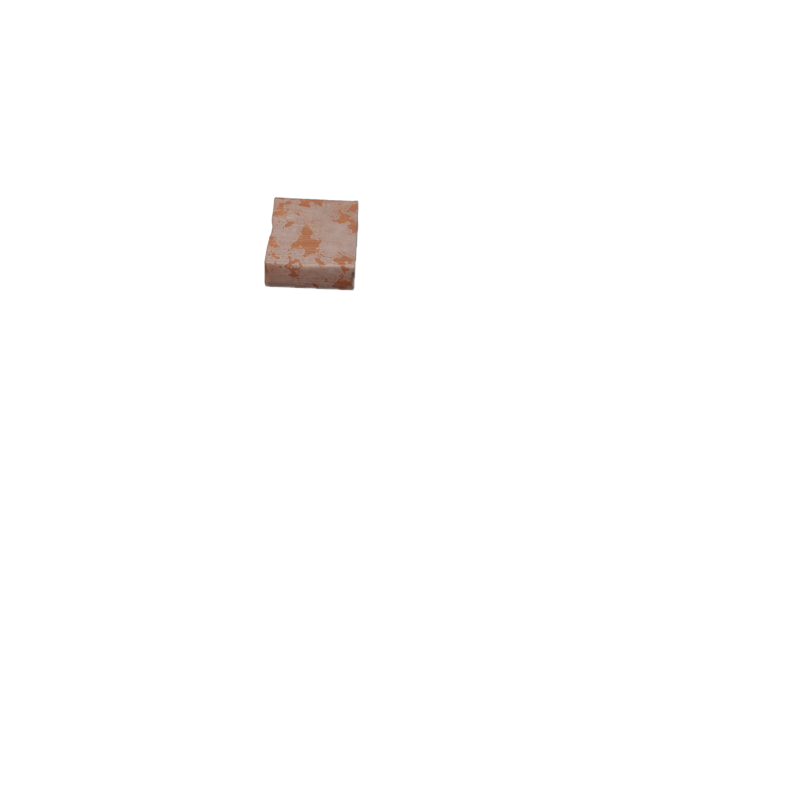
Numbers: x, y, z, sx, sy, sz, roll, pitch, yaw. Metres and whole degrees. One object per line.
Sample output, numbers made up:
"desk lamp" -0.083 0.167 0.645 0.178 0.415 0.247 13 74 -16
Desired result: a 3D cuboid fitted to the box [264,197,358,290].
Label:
"box" -0.072 -0.131 0.919 0.073 0.028 0.095 2 45 1
